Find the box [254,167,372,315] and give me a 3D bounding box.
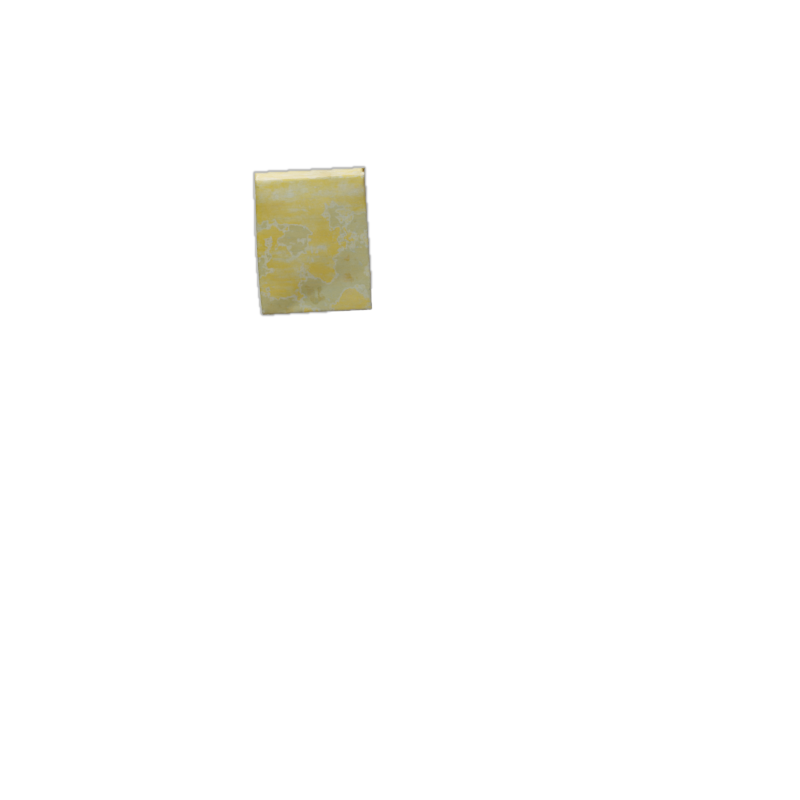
[{"bbox_3d":[-0.069,-0.125,0.878,0.090,0.109,0.040,-2,16,0],"label":"box"}]
